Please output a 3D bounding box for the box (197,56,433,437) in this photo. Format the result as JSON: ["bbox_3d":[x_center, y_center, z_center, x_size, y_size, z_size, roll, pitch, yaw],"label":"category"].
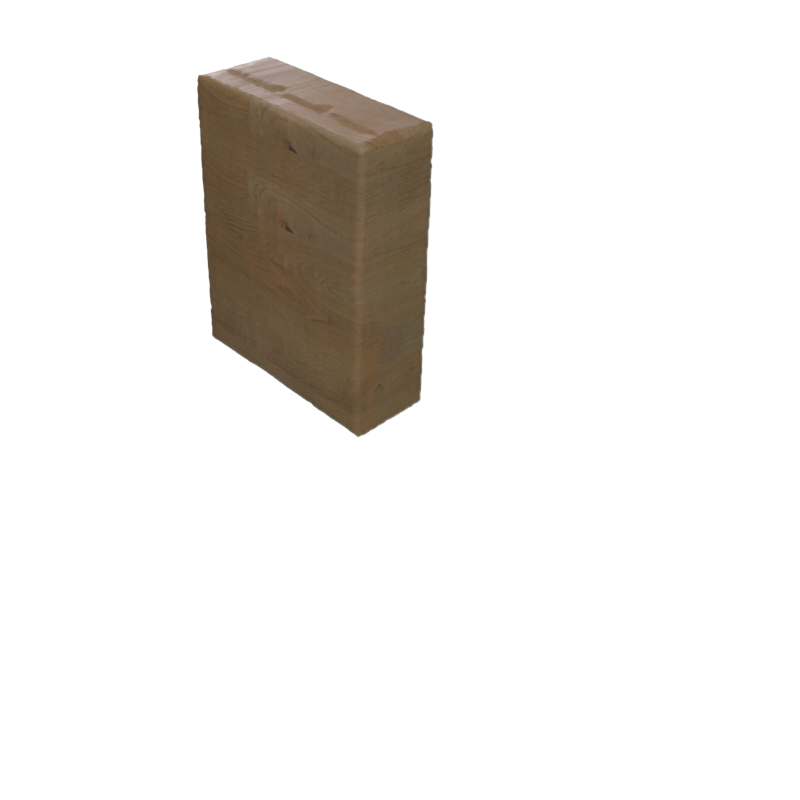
[{"bbox_3d":[-0.059,-0.108,0.756,0.071,0.201,0.176,-24,41,-36],"label":"box"}]
